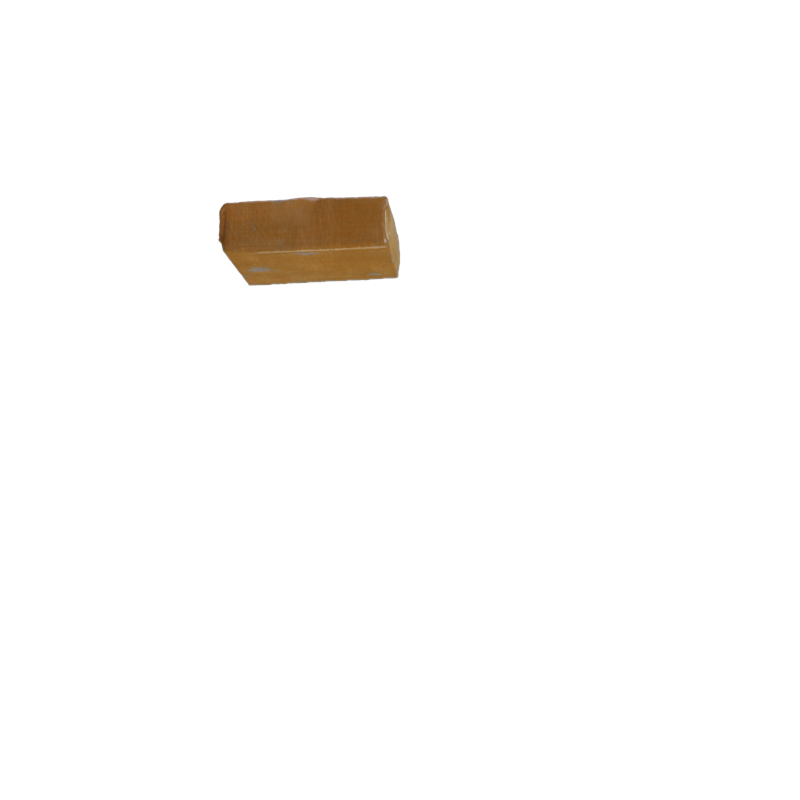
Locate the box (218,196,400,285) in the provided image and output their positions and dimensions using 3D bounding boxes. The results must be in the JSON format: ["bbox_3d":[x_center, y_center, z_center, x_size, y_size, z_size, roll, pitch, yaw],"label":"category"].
[{"bbox_3d":[-0.047,-0.085,0.598,0.090,0.031,0.070,-1,-9,6],"label":"box"}]
